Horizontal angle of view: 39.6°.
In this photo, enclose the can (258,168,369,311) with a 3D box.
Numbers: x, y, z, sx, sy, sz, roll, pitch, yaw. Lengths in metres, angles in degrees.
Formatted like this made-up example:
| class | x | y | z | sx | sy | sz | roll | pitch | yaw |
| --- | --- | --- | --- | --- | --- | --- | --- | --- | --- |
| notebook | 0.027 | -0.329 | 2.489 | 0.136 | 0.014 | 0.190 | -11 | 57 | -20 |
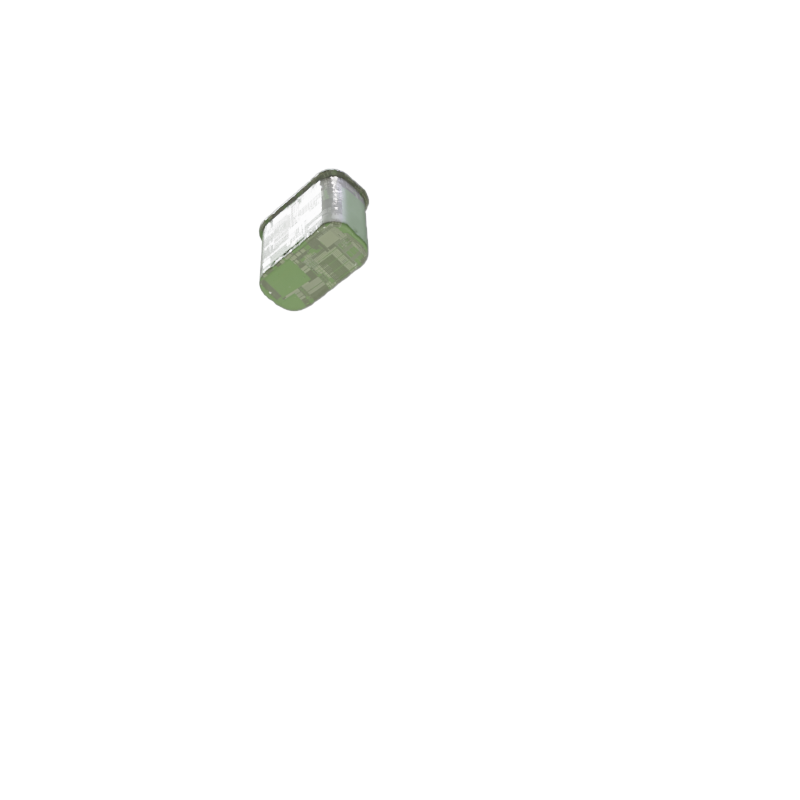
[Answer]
| class | x | y | z | sx | sy | sz | roll | pitch | yaw |
| --- | --- | --- | --- | --- | --- | --- | --- | --- | --- |
| can | -0.073 | -0.134 | 0.940 | 0.101 | 0.090 | 0.054 | -37 | -59 | 23 |
